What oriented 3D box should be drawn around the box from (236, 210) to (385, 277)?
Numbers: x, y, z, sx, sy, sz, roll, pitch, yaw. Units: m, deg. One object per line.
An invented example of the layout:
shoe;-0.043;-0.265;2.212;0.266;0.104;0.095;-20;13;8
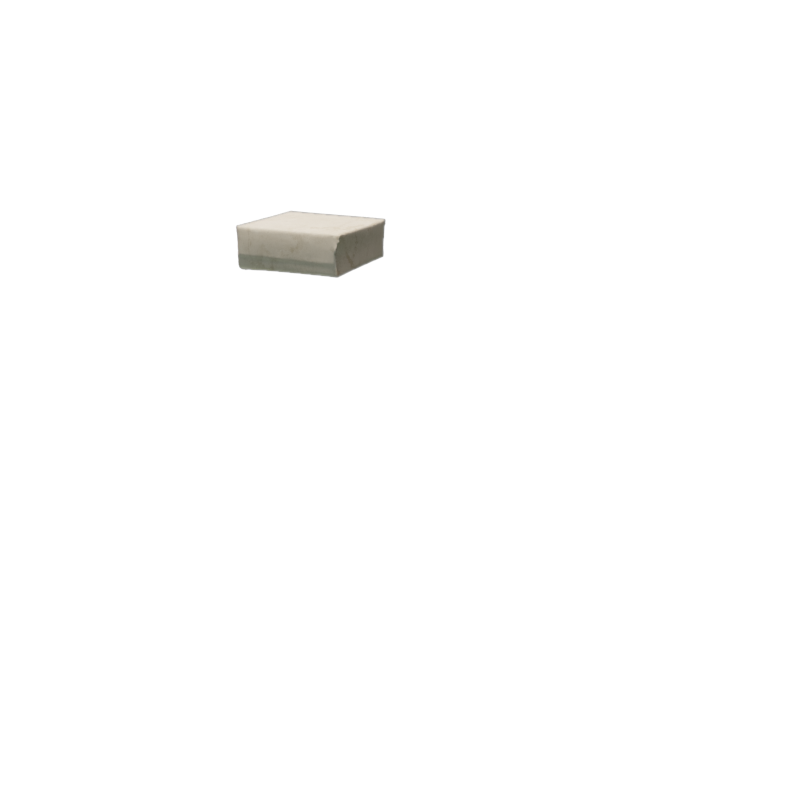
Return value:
box;-0.072;-0.131;0.914;0.092;0.038;0.114;6;18;19
